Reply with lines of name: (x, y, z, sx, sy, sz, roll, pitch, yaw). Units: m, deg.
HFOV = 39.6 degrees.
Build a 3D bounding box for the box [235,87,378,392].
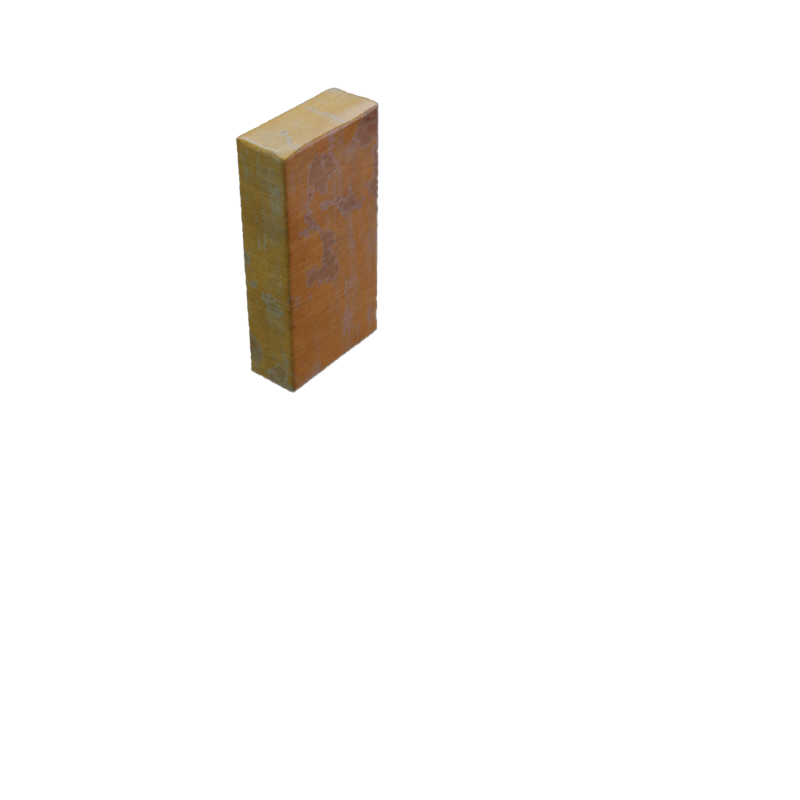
box: (-0.056, -0.102, 0.713, 0.051, 0.165, 0.094, 26, 44, 27)
